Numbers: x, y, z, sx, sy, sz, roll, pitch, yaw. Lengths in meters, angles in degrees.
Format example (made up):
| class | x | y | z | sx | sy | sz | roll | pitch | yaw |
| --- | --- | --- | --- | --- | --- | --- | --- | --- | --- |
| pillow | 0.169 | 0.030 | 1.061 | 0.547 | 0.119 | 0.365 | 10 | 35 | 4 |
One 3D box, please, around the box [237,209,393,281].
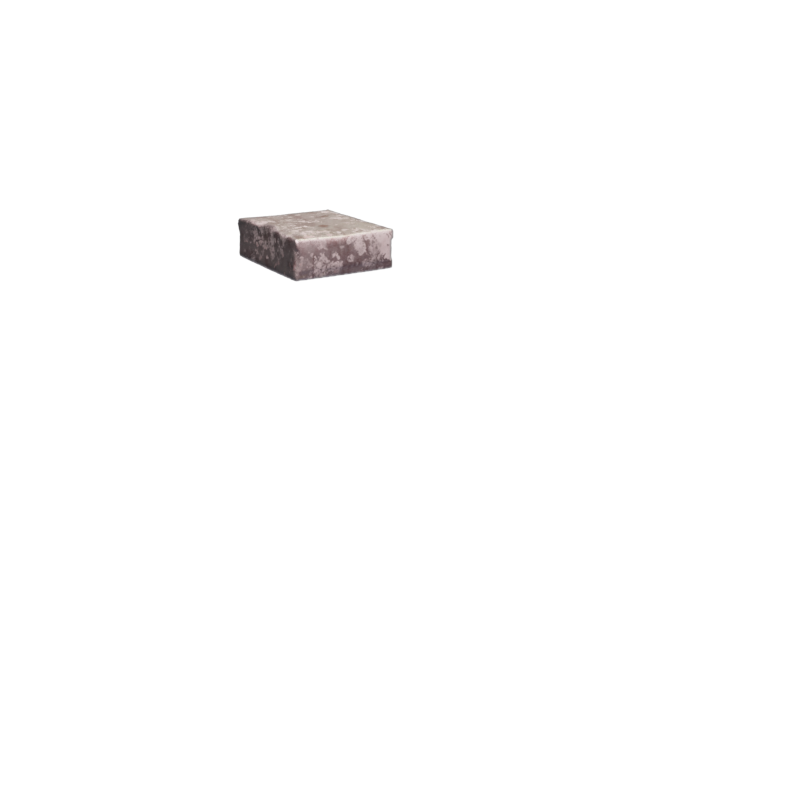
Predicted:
| class | x | y | z | sx | sy | sz | roll | pitch | yaw |
| --- | --- | --- | --- | --- | --- | --- | --- | --- | --- |
| box | -0.059 | -0.107 | 0.746 | 0.071 | 0.029 | 0.095 | -10 | 22 | -29 |
